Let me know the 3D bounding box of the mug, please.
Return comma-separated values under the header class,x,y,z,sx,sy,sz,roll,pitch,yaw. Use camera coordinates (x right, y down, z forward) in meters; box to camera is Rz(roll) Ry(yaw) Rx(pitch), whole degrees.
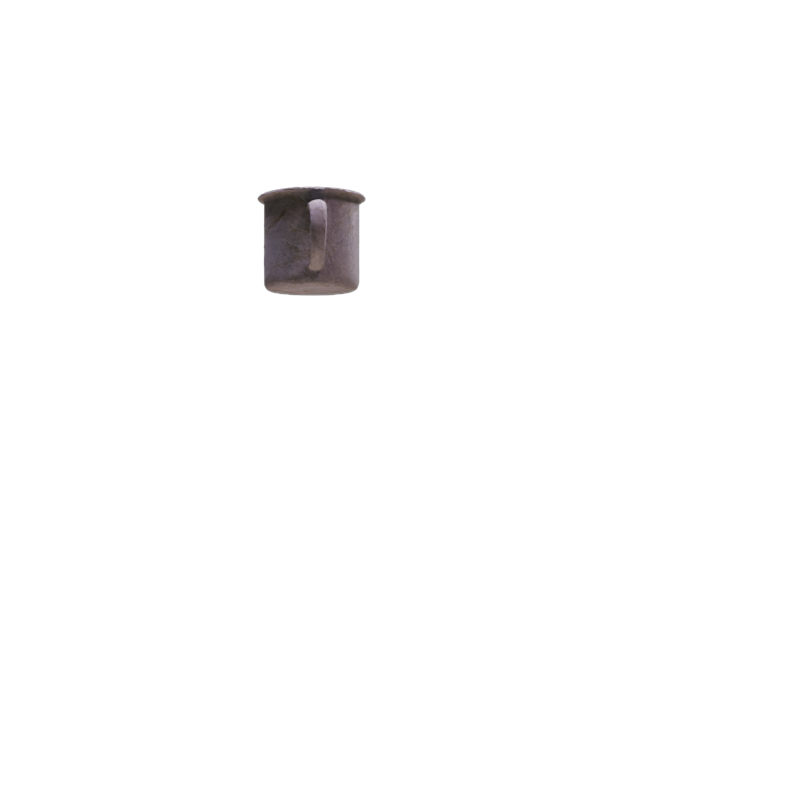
class,x,y,z,sx,sy,sz,roll,pitch,yaw
mug,-0.073,-0.134,0.938,0.092,0.083,0.117,1,-4,-10
